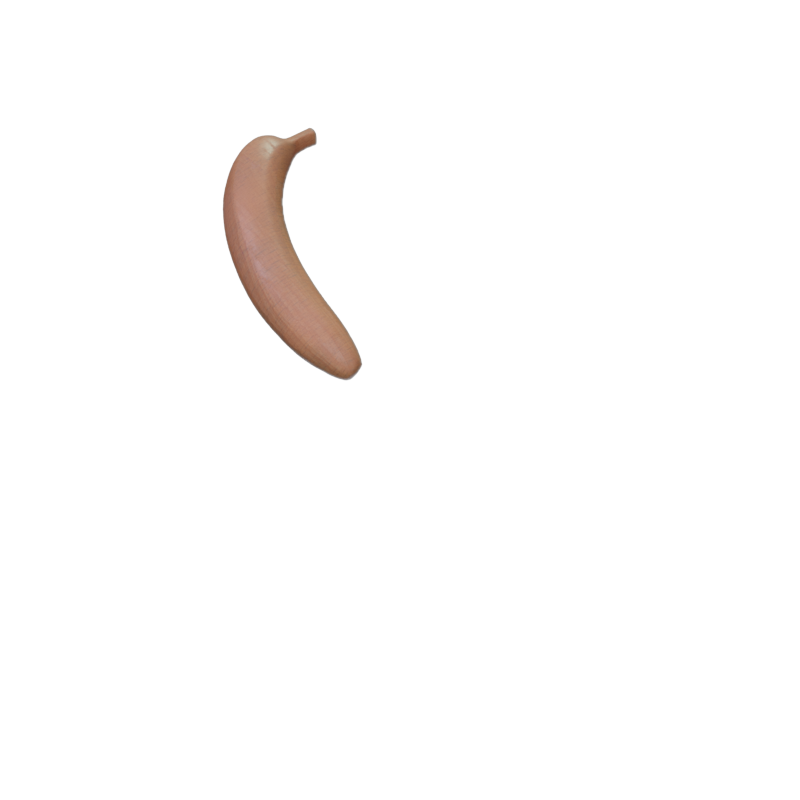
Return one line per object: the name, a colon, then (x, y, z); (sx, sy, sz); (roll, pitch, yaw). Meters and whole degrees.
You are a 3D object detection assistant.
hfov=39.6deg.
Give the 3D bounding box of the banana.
banana: (-0.072, -0.098, 0.682); (0.069, 0.213, 0.034); (-8, -34, -6)
